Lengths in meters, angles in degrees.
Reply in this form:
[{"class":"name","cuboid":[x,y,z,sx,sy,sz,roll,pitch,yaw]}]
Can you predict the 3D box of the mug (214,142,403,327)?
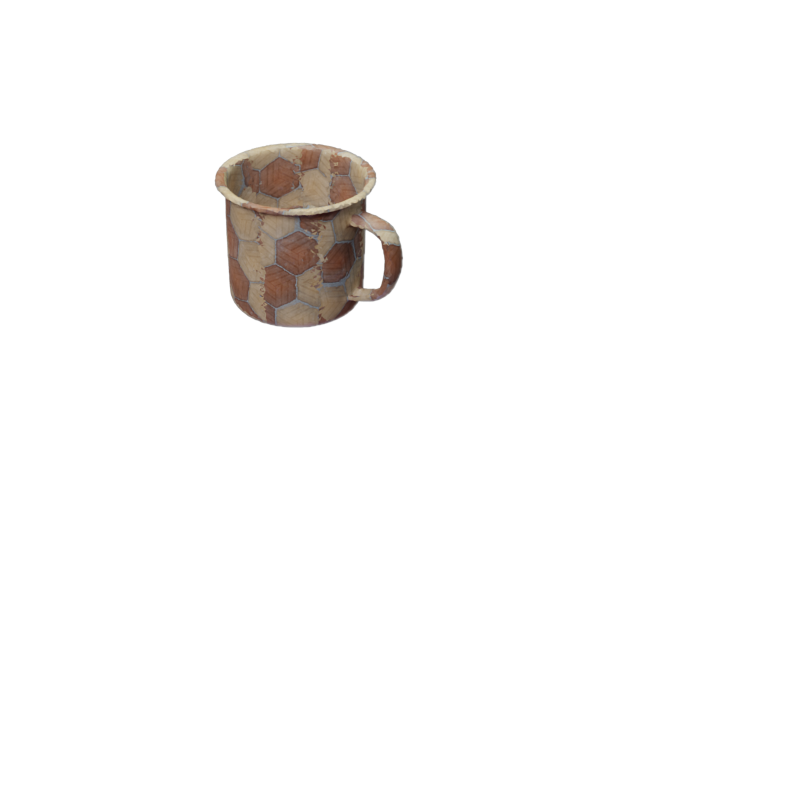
[{"class":"mug","cuboid":[-0.051,-0.093,0.651,0.123,0.077,0.095,18,37,24]}]
